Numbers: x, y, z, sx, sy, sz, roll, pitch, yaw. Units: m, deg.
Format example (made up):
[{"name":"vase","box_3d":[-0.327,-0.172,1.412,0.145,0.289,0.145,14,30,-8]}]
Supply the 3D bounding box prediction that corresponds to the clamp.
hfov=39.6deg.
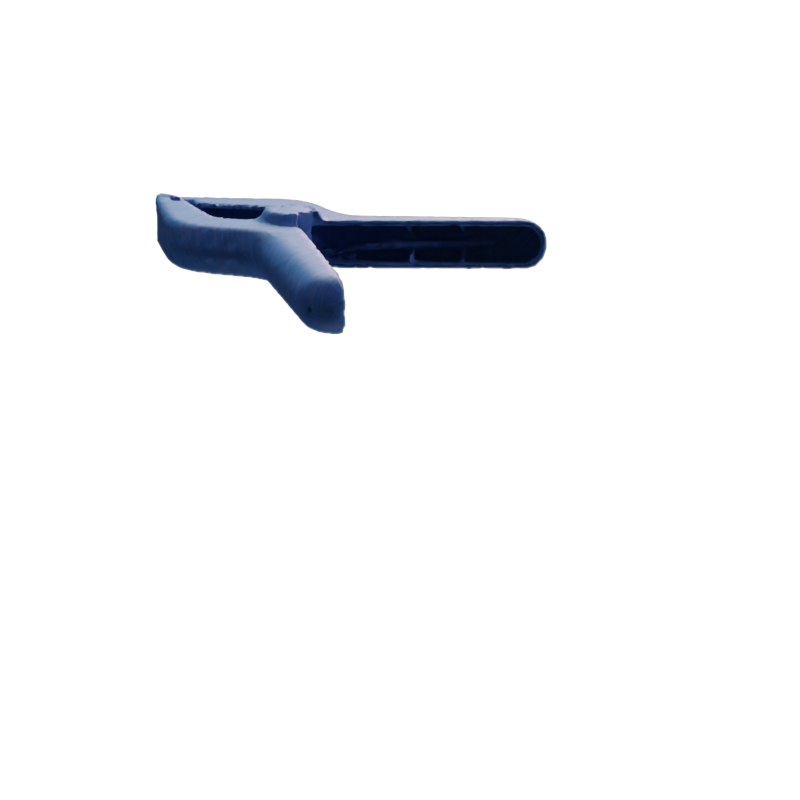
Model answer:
[{"name":"clamp","box_3d":[-0.044,-0.081,0.564,0.161,0.035,0.222,-17,25,-40]}]
